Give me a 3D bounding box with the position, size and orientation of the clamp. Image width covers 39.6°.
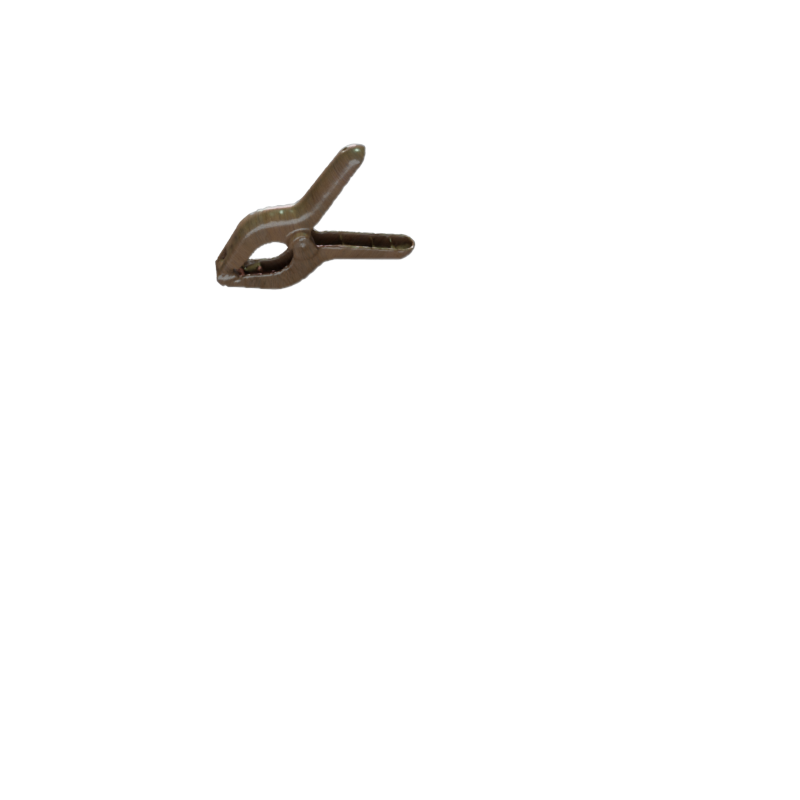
[{"bbox_3d":[-0.074,-0.136,0.951,0.171,0.113,0.042,-28,29,17],"label":"clamp"}]
